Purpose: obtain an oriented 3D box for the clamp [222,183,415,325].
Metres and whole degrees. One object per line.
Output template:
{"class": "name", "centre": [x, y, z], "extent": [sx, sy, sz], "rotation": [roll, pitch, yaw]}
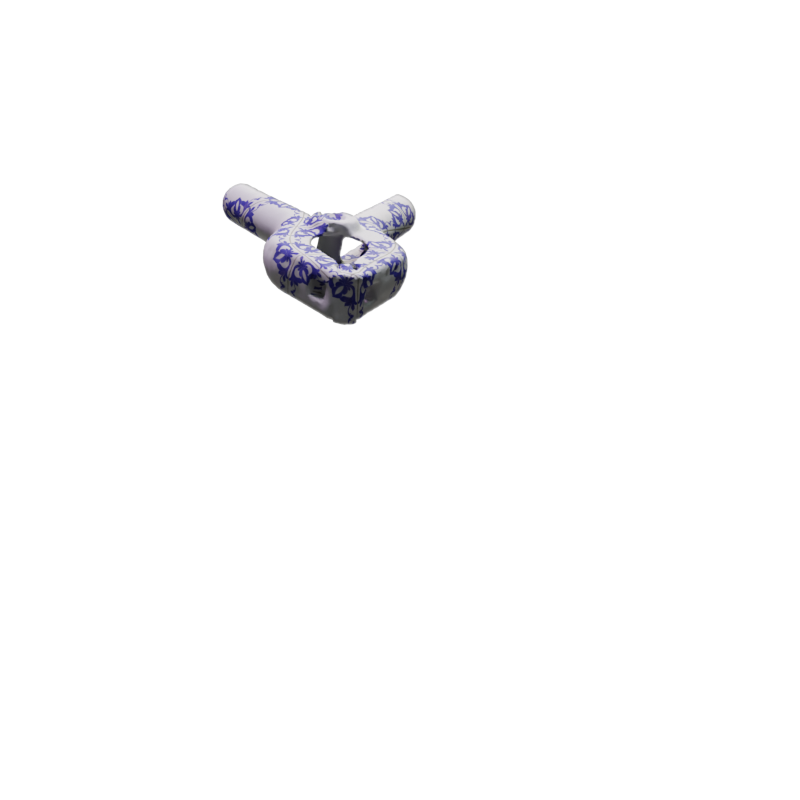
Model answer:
{"class": "clamp", "centre": [-0.050, -0.090, 0.634], "extent": [0.120, 0.037, 0.179], "rotation": [0, 23, 1]}
